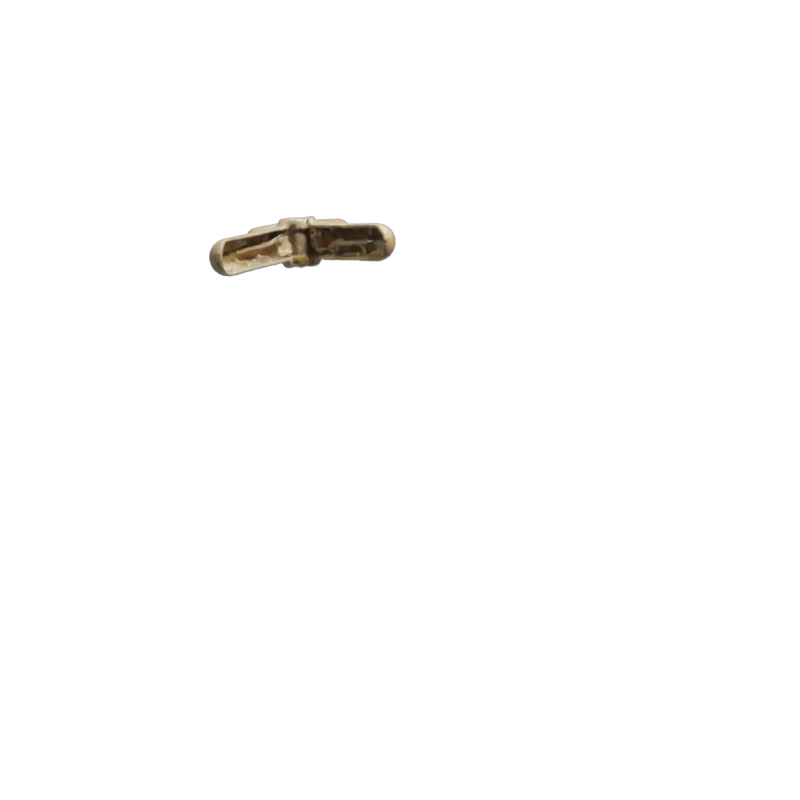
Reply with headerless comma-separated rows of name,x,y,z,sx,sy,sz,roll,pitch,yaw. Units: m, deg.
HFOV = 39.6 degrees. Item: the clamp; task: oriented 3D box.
clamp,-0.061,-0.112,0.785,0.121,0.038,0.175,1,14,3
